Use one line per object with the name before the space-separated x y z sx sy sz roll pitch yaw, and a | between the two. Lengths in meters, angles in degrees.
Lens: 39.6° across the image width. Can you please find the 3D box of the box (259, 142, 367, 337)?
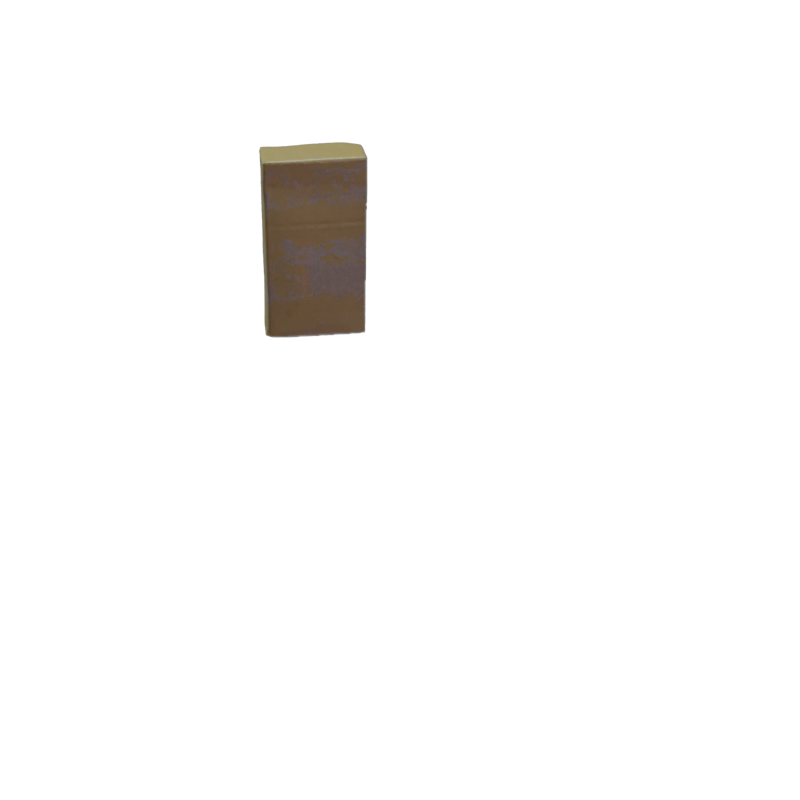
box | -0.078 -0.142 0.996 0.092 0.167 0.051 -2 26 -8
